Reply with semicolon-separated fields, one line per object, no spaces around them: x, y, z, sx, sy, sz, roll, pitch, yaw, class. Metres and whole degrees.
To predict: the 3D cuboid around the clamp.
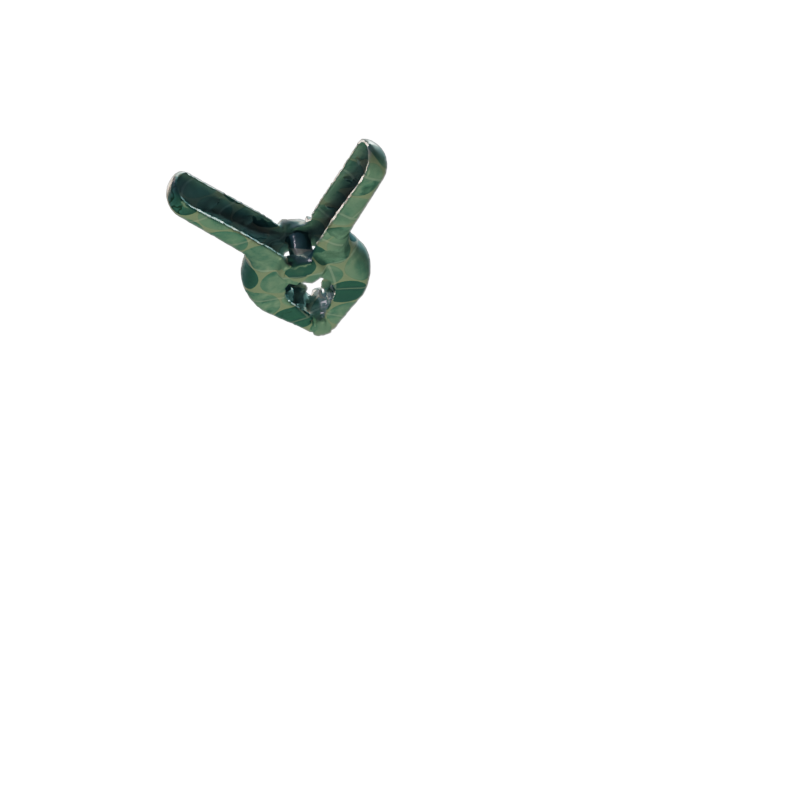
-0.051;-0.093;0.653;0.122;0.042;0.159;-7;-26;14;clamp
